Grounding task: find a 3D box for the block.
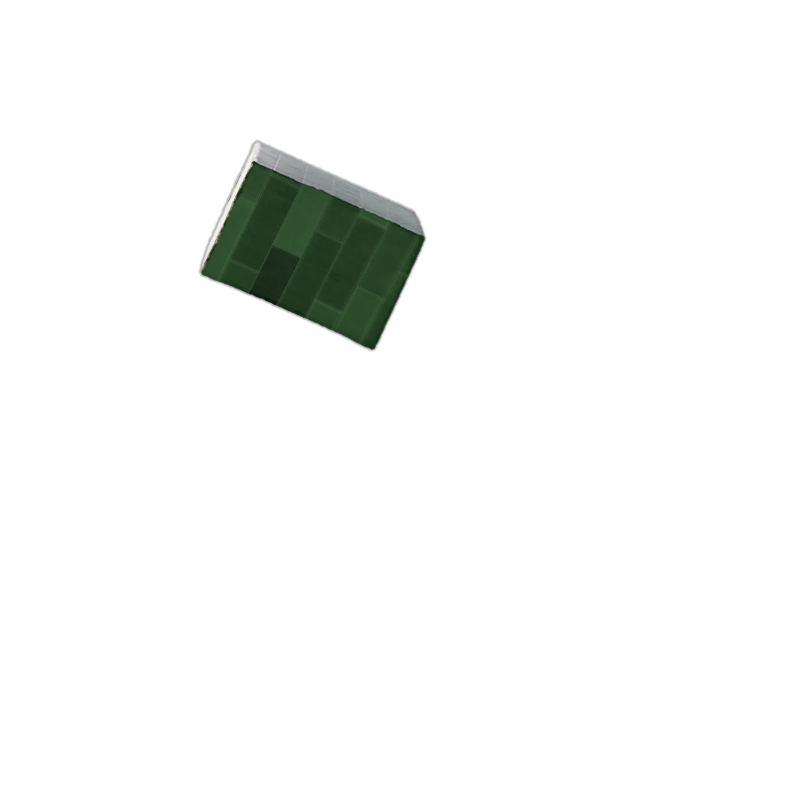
[{"bbox_3d":[-0.036,-0.065,0.459,0.077,0.052,0.053,24,15,-8],"label":"block"}]
